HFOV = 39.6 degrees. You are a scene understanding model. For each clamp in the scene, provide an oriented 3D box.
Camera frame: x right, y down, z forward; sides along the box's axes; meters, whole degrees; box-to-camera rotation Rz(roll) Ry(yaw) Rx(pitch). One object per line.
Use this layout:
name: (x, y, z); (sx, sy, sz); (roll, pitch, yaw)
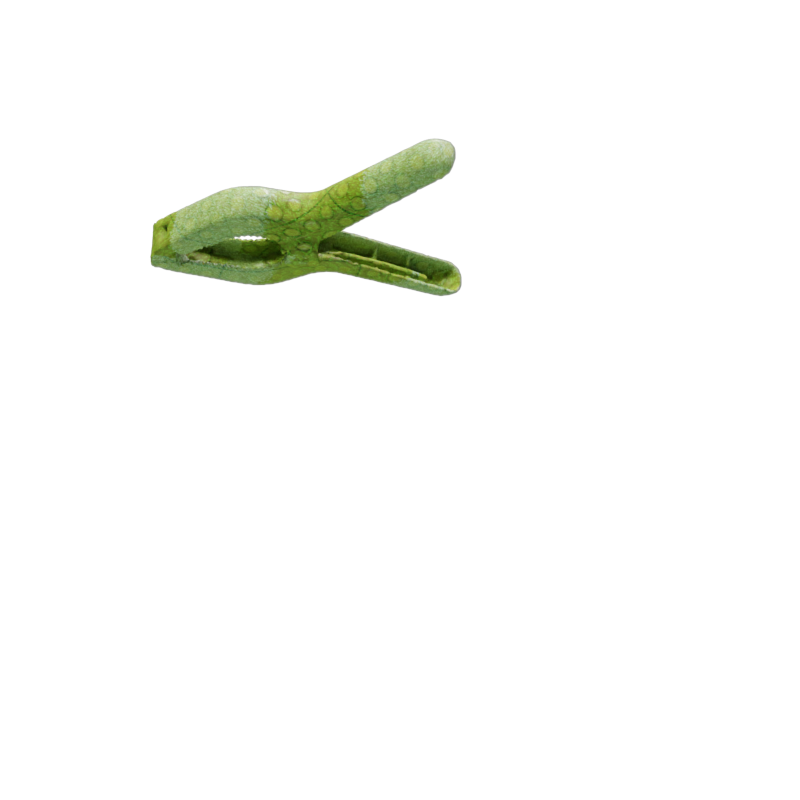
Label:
clamp: (-0.057, -0.104, 0.729); (0.212, 0.039, 0.153); (-6, -27, 12)
